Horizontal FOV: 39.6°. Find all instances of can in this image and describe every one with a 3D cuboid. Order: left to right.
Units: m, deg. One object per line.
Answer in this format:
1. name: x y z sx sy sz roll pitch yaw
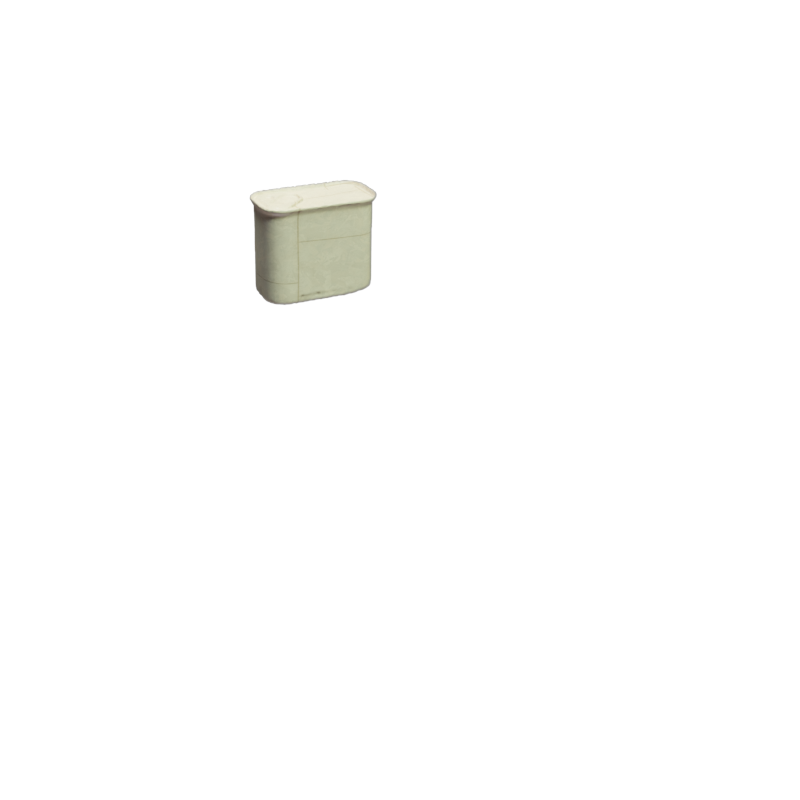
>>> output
1. can: -0.072 -0.132 0.924 0.100 0.080 0.061 -10 26 -23
